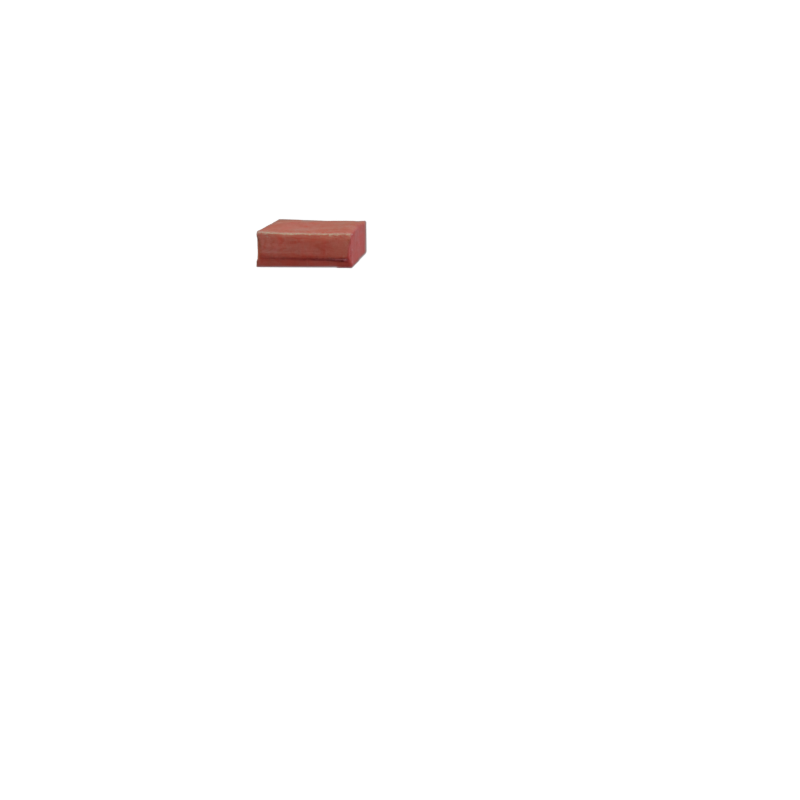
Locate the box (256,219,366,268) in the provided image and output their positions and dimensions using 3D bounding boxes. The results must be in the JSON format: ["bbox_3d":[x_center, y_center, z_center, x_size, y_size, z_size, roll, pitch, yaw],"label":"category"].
[{"bbox_3d":[-0.067,-0.122,0.856,0.074,0.029,0.090,2,14,7],"label":"box"}]
